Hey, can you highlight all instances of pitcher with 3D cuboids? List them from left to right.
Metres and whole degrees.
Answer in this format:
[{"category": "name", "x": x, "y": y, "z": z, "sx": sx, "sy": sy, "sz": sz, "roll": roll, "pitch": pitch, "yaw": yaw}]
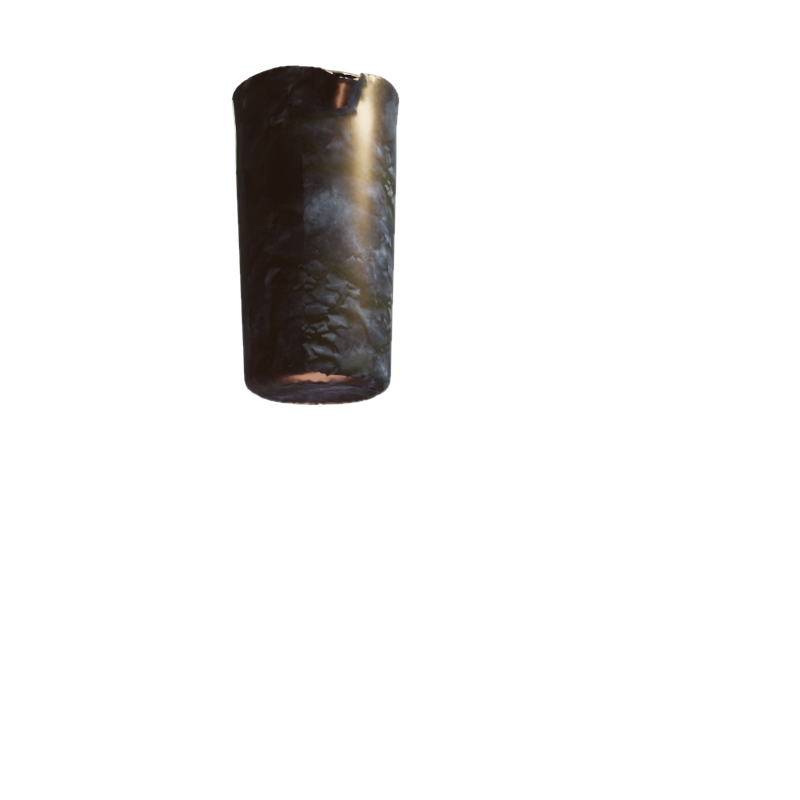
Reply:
[{"category": "pitcher", "x": -0.067, "y": -0.122, "z": 0.858, "sx": 0.148, "sy": 0.253, "sz": 0.140, "roll": -8, "pitch": -17, "yaw": 24}]
